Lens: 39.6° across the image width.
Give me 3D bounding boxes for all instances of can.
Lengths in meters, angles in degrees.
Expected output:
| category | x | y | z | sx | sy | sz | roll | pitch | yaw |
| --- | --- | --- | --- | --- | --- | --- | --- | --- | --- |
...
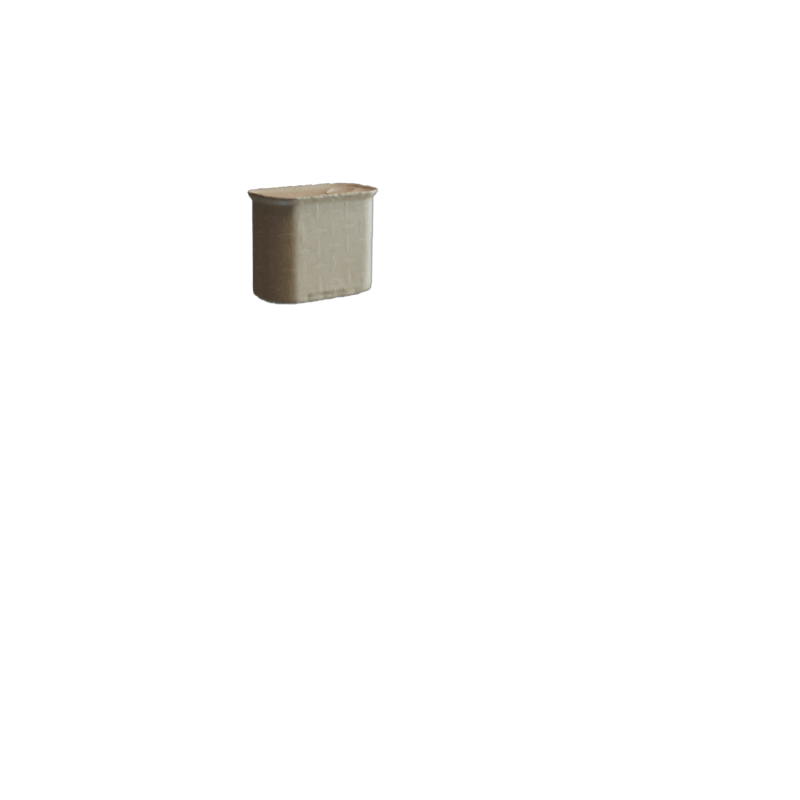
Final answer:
| category | x | y | z | sx | sy | sz | roll | pitch | yaw |
| --- | --- | --- | --- | --- | --- | --- | --- | --- | --- |
| can | -0.068 | -0.124 | 0.872 | 0.099 | 0.081 | 0.061 | -10 | 17 | -35 |
